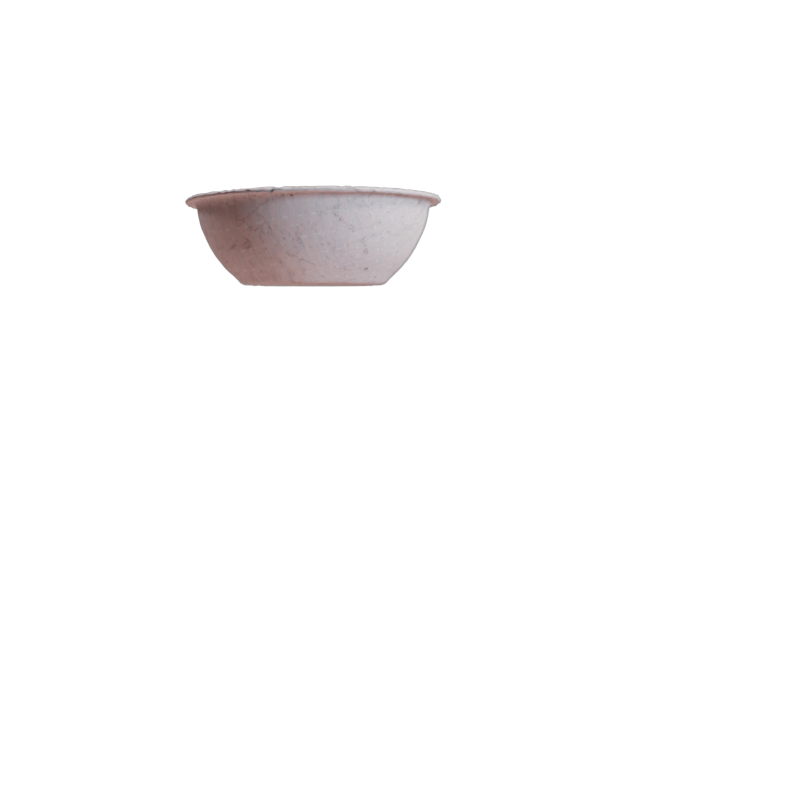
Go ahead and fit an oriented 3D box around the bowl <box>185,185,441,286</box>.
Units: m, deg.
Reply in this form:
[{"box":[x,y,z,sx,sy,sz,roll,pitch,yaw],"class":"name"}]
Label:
[{"box":[-0.055,-0.100,0.700,0.162,0.055,0.163,0,4,-2],"class":"bowl"}]
